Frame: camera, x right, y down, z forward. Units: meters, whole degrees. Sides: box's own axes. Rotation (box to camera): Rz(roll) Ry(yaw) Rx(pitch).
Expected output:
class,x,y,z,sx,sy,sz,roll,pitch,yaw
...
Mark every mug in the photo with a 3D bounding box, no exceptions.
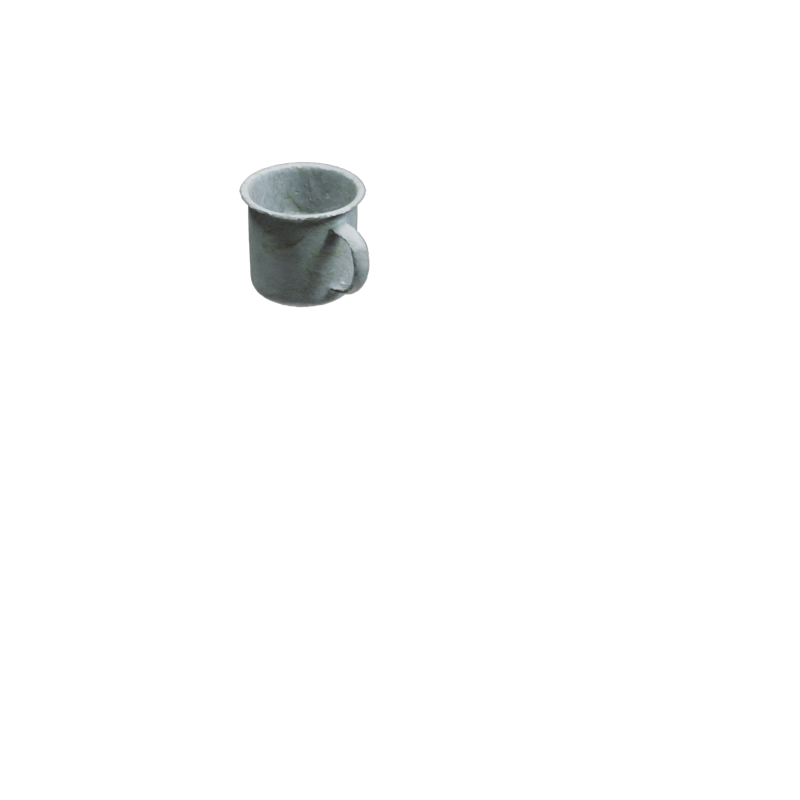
class,x,y,z,sx,sy,sz,roll,pitch,yaw
mug,-0.065,-0.118,0.830,0.093,0.077,0.125,-27,42,-35
